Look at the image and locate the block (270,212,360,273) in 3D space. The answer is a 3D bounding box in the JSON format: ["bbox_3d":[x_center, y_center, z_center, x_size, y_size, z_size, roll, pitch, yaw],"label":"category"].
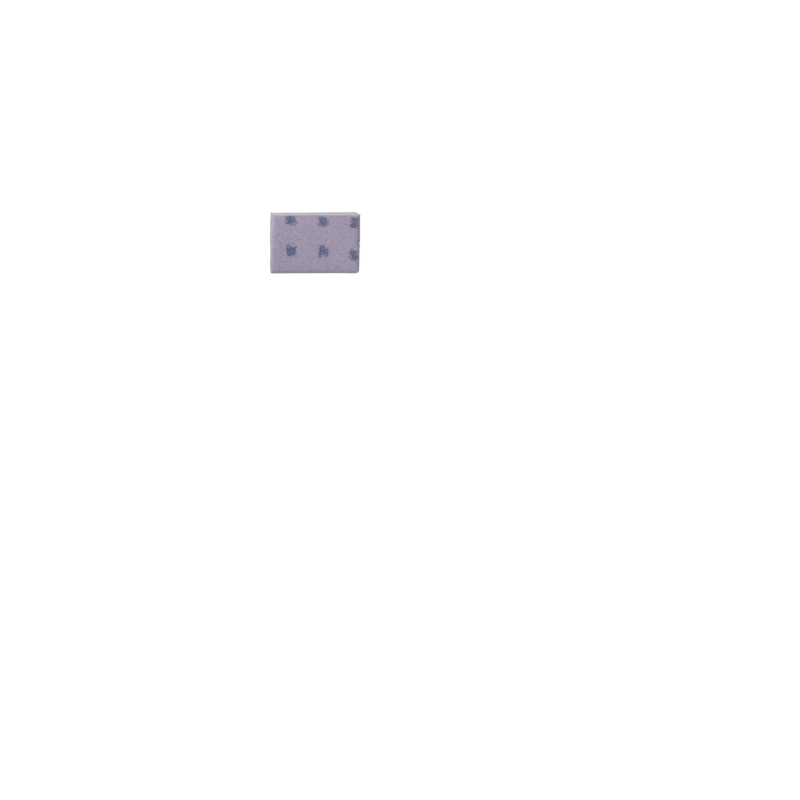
[{"bbox_3d":[-0.076,-0.139,0.976,0.077,0.050,0.054,-1,9,-6],"label":"block"}]
